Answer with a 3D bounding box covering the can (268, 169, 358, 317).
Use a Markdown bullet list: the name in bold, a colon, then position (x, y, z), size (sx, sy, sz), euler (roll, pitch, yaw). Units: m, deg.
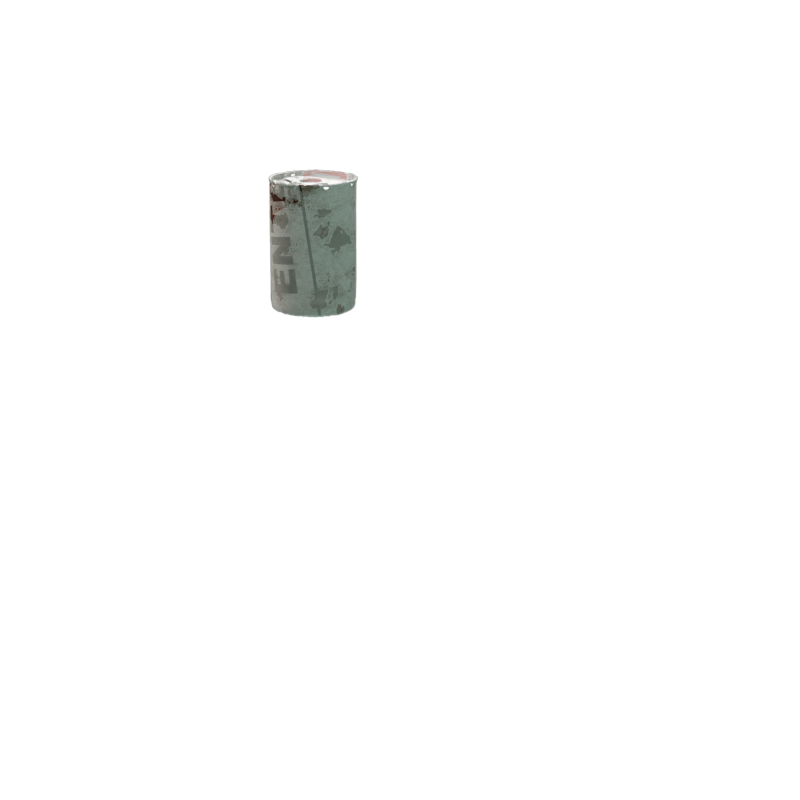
- **can**: position (-0.067, -0.122, 0.852), size (0.068, 0.099, 0.071), euler (0, 16, -2)
